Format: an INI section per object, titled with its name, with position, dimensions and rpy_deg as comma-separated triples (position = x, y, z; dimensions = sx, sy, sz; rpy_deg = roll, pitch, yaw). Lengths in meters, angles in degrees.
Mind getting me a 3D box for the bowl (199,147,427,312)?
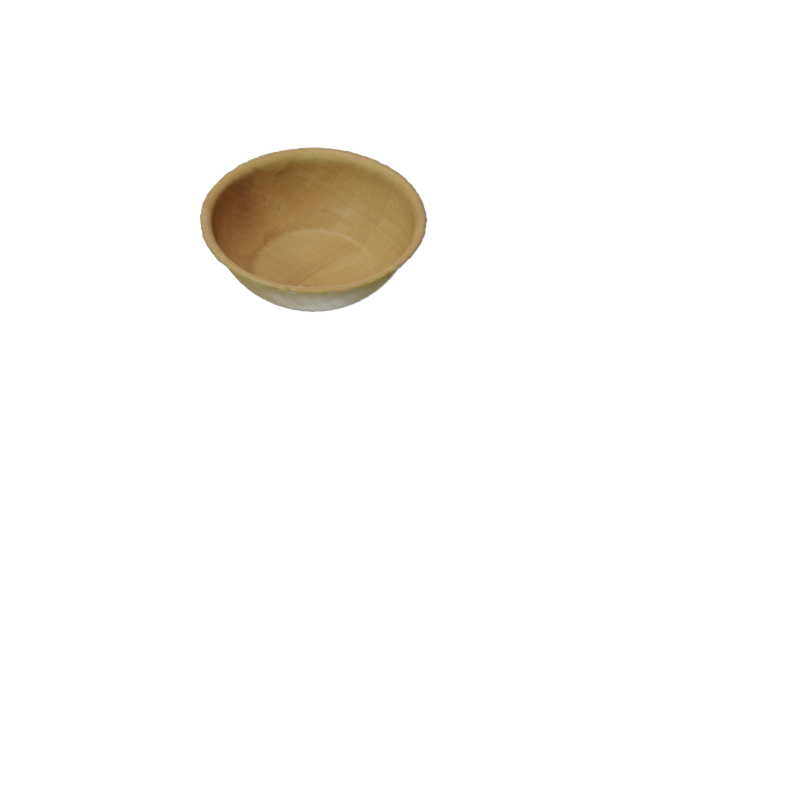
[bowl]
position = -0.063, -0.115, 0.806
dimensions = 0.162, 0.051, 0.174
rpy_deg = -1, 45, -1
